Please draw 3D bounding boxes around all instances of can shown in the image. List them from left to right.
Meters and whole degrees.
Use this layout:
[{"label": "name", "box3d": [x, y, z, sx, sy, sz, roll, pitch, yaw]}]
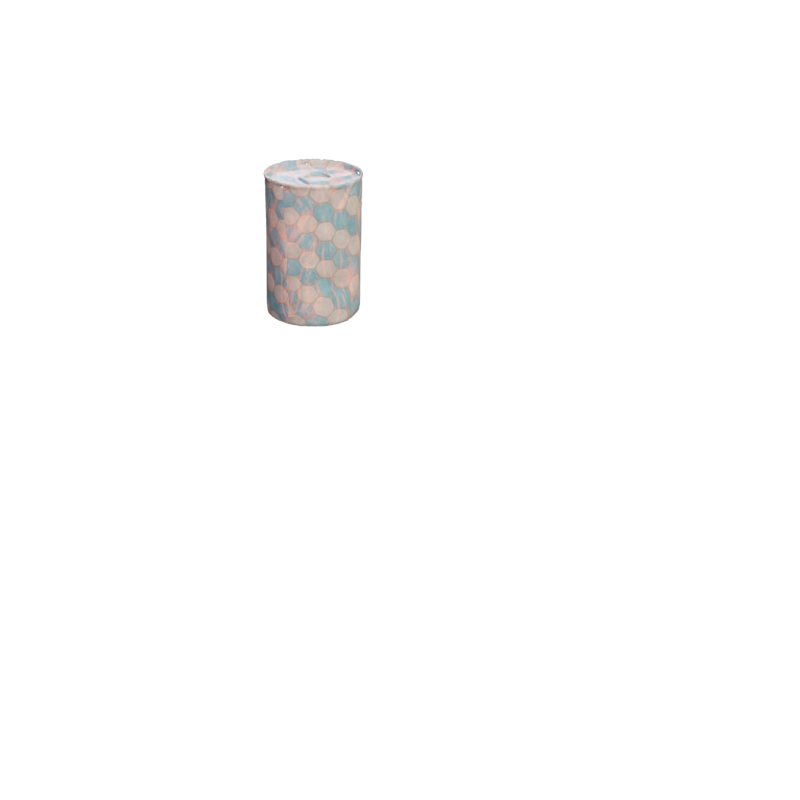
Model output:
[{"label": "can", "box3d": [-0.061, -0.110, 0.773, 0.068, 0.097, 0.072, 0, 23, -2]}]
